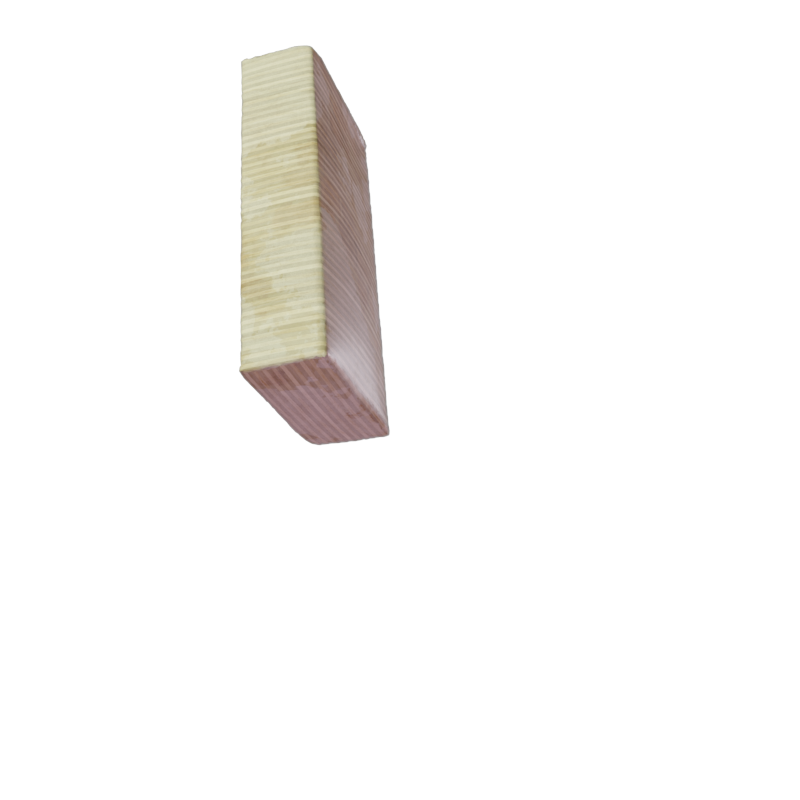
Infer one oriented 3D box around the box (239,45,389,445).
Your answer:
[{"bbox_3d":[-0.042,-0.077,0.537,0.049,0.188,0.086,-11,-30,14],"label":"box"}]
